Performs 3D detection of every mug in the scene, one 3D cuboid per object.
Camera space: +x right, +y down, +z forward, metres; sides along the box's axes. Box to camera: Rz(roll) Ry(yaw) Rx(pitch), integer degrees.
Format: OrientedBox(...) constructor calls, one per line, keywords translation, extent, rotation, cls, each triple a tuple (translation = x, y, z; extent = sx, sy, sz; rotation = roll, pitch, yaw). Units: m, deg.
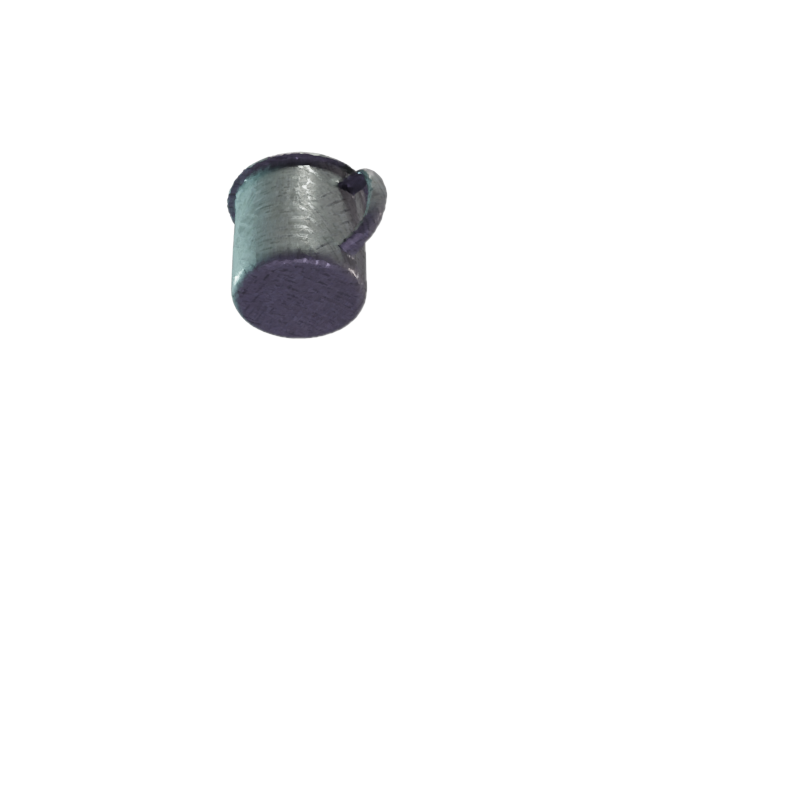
OrientedBox(translation=(-0.053, -0.097, 0.678), extent=(0.117, 0.087, 0.087), rotation=(-29, -46, 31), cls="mug")
